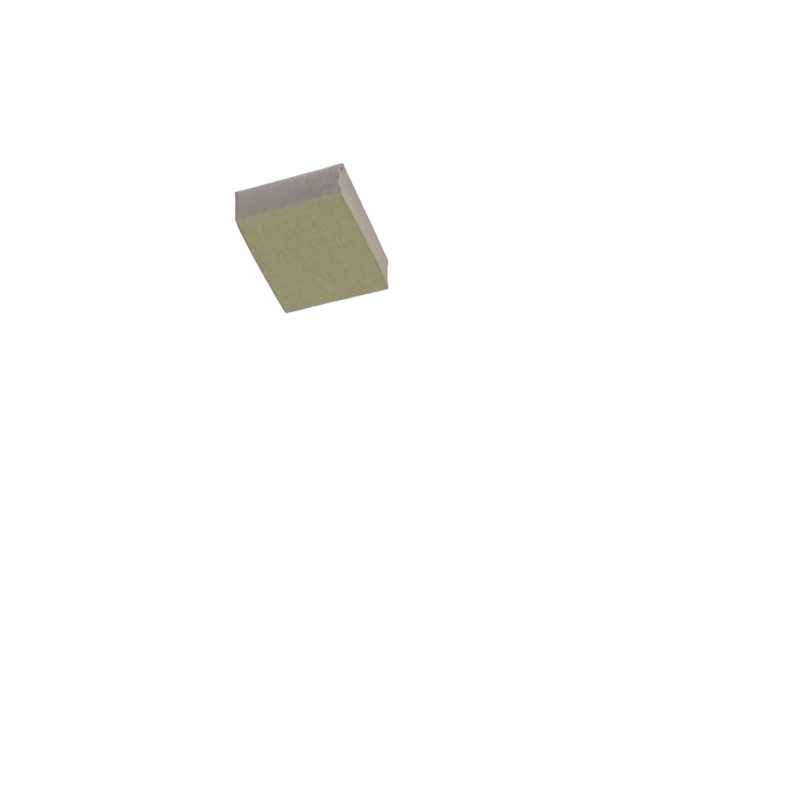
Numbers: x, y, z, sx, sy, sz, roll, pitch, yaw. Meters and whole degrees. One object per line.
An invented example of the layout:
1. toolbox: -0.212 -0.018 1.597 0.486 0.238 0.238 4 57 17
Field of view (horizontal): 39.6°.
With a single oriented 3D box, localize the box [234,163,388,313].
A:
1. box: -0.068 -0.123 0.861 0.091 0.042 0.105 -13 -42 14
